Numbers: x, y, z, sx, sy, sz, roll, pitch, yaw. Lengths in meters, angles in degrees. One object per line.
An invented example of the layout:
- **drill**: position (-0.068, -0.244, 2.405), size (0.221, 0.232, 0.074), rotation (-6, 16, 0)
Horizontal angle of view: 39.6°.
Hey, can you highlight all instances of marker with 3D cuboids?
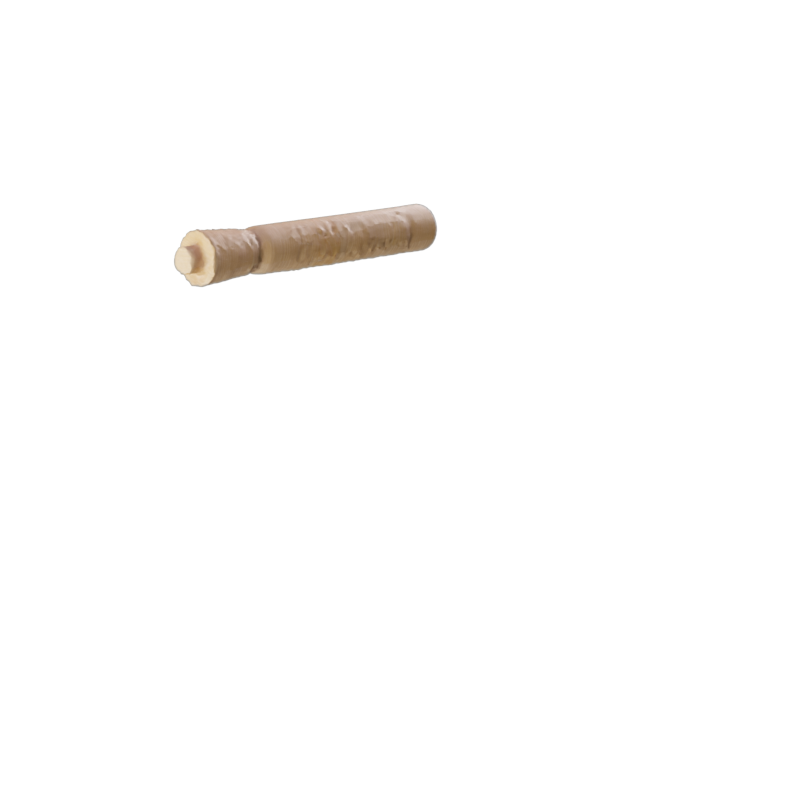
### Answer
- **marker**: position (-0.031, -0.057, 0.398), size (0.021, 0.019, 0.118), rotation (4, 14, 42)
